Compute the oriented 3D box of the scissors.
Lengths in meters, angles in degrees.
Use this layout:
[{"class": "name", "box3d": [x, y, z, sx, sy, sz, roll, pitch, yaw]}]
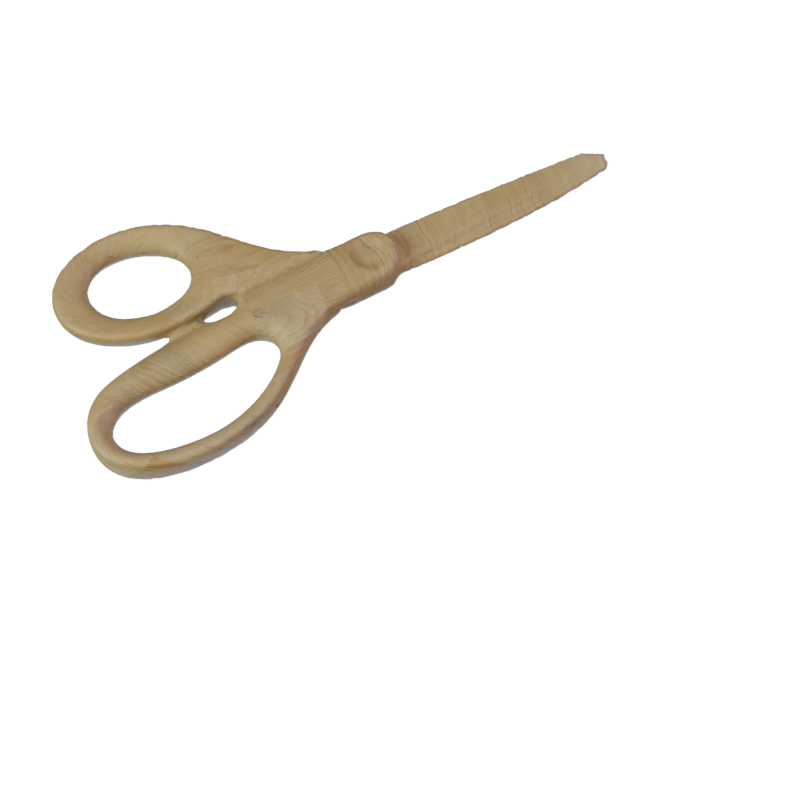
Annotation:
[{"class": "scissors", "box3d": [-0.029, -0.053, 0.375, 0.102, 0.204, 0.015, 39, -26, 23]}]
